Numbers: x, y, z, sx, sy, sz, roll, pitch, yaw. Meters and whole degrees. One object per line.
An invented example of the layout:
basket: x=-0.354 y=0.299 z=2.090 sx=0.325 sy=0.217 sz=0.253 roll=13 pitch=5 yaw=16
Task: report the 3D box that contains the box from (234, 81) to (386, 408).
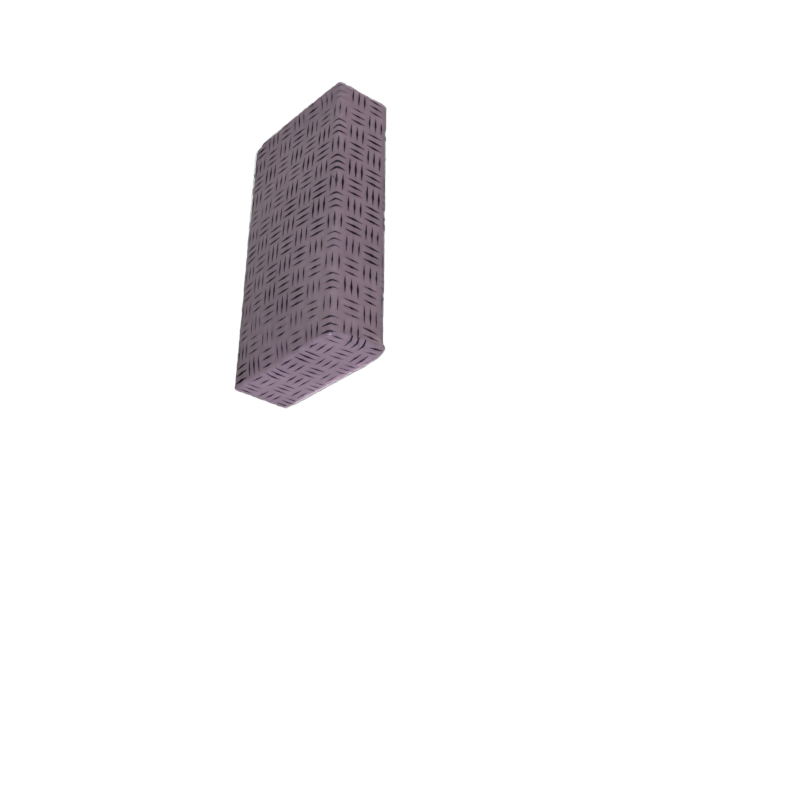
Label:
box: x=-0.052 y=-0.094 z=0.662 sx=0.045 sy=0.188 sz=0.093 roll=22 pitch=-38 yaw=-36
